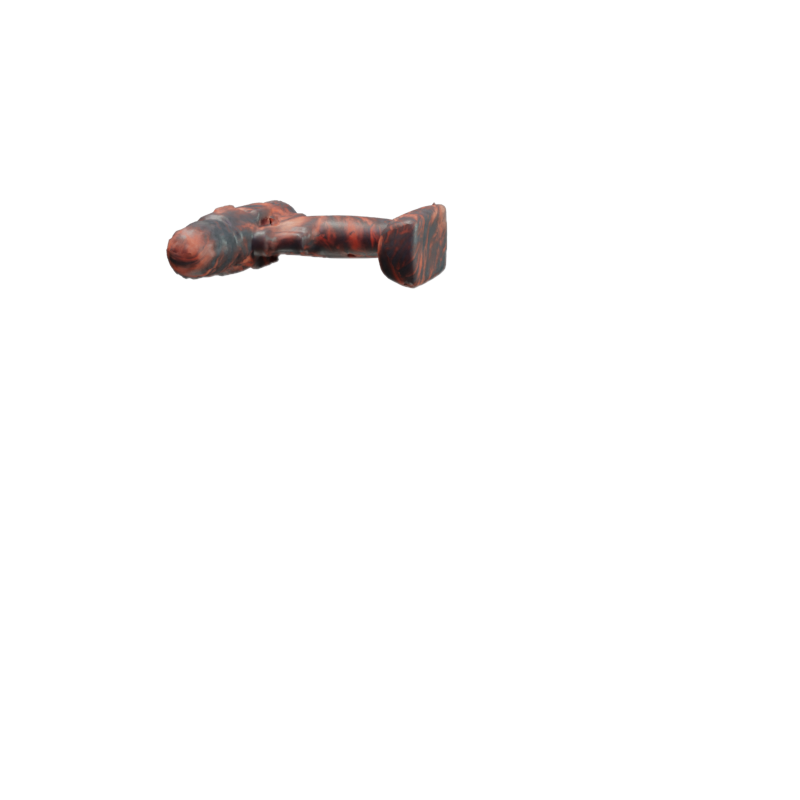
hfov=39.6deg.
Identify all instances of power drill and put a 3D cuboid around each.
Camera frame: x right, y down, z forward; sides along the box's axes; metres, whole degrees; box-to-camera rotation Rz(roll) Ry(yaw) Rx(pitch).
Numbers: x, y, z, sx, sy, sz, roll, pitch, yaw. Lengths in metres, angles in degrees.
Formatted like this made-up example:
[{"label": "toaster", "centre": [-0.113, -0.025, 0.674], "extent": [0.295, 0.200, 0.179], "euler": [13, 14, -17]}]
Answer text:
[{"label": "power drill", "centre": [-0.068, -0.123, 0.863], "extent": [0.193, 0.055, 0.185], "euler": [6, 19, 19]}]
